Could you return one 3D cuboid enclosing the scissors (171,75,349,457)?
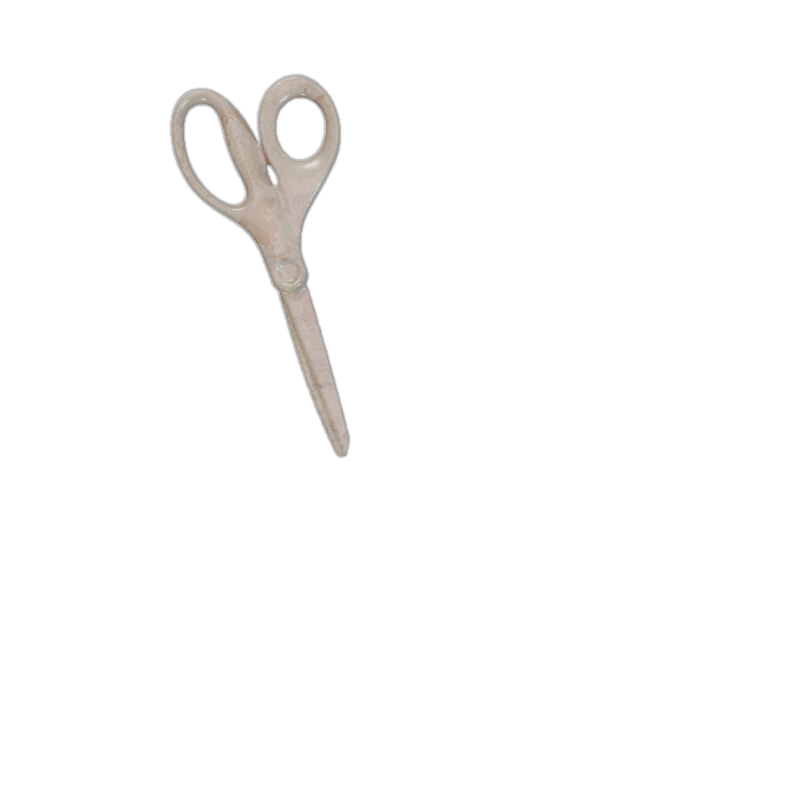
[{"bbox_3d":[-0.045,-0.082,0.574,0.096,0.205,0.015,-32,-6,-4],"label":"scissors"}]
